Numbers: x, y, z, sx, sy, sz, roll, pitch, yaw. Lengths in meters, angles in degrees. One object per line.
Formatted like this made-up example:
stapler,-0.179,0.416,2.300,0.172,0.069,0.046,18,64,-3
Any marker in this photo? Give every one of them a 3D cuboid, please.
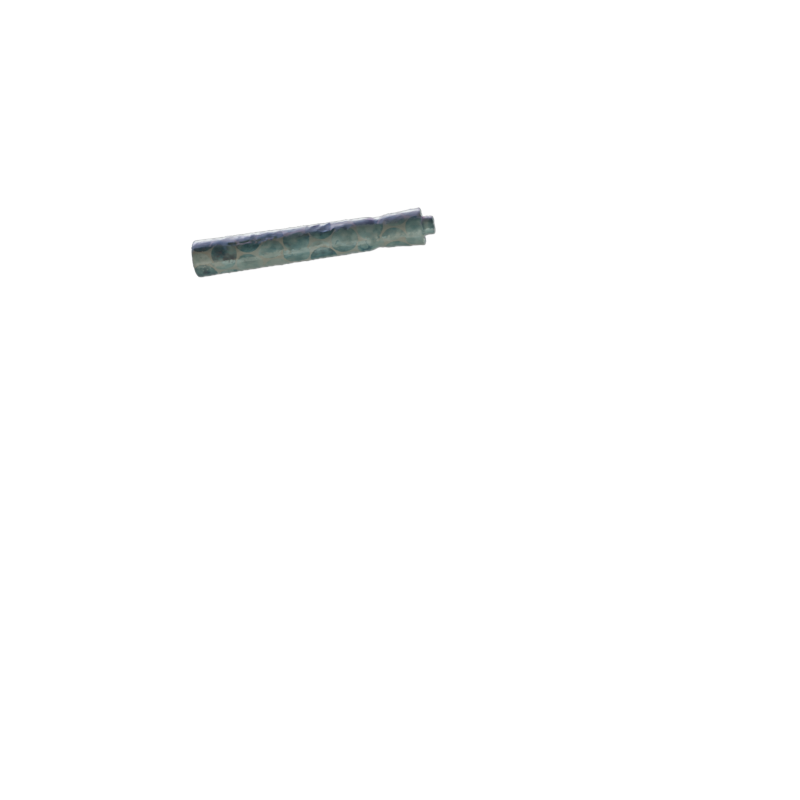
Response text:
marker,-0.043,-0.079,0.550,0.122,0.020,0.020,-7,3,8
